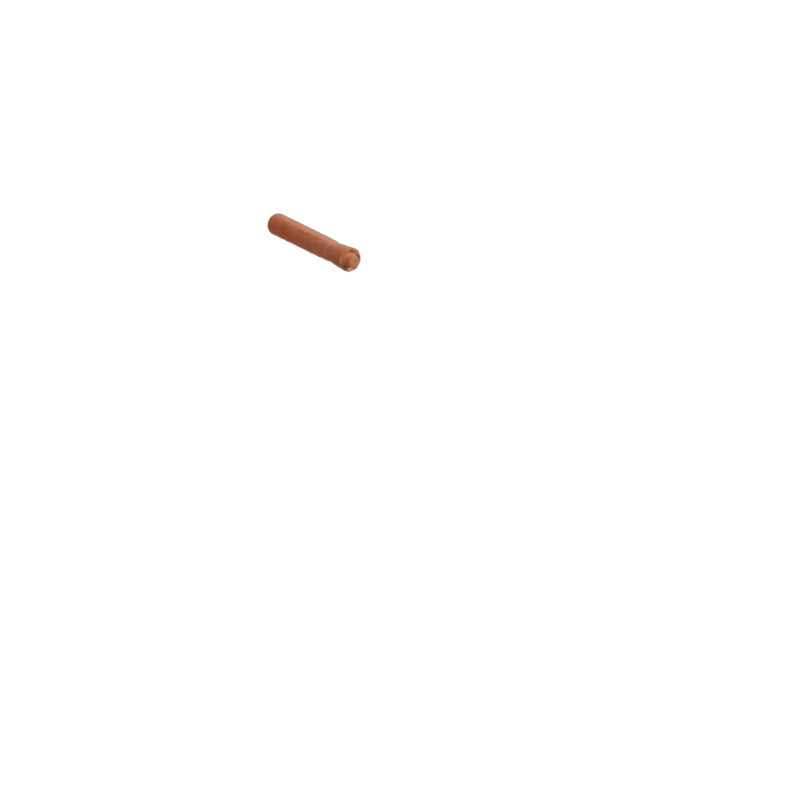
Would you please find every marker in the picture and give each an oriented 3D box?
[{"bbox_3d":[-0.068,-0.125,0.872,0.019,0.019,0.129,-3,21,-33],"label":"marker"}]
